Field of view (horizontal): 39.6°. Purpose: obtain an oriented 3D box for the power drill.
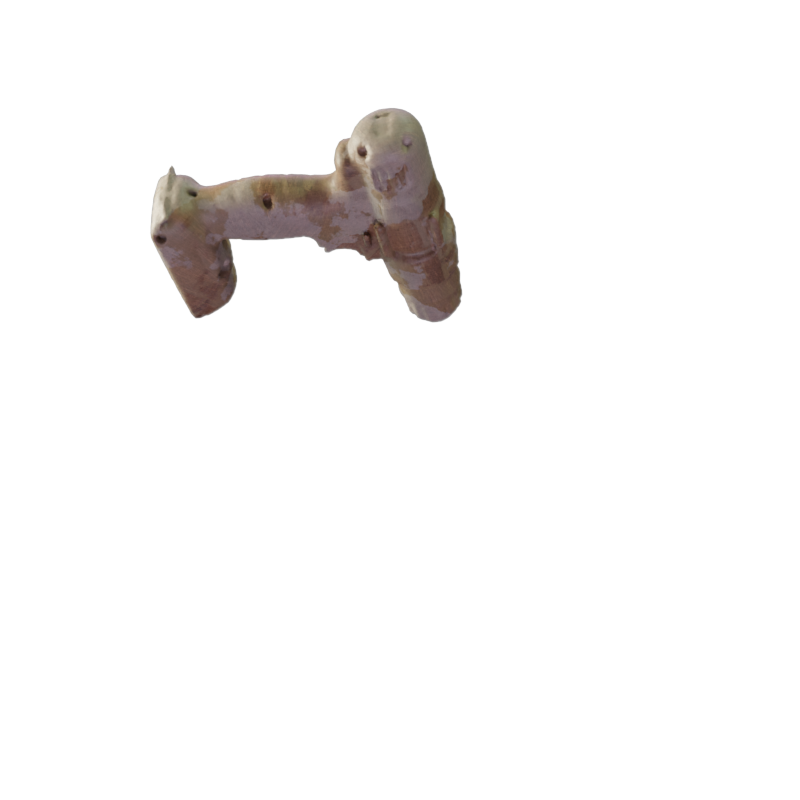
[{"bbox_3d":[-0.058,-0.105,0.737,0.189,0.062,0.170,-9,-40,10],"label":"power drill"}]
